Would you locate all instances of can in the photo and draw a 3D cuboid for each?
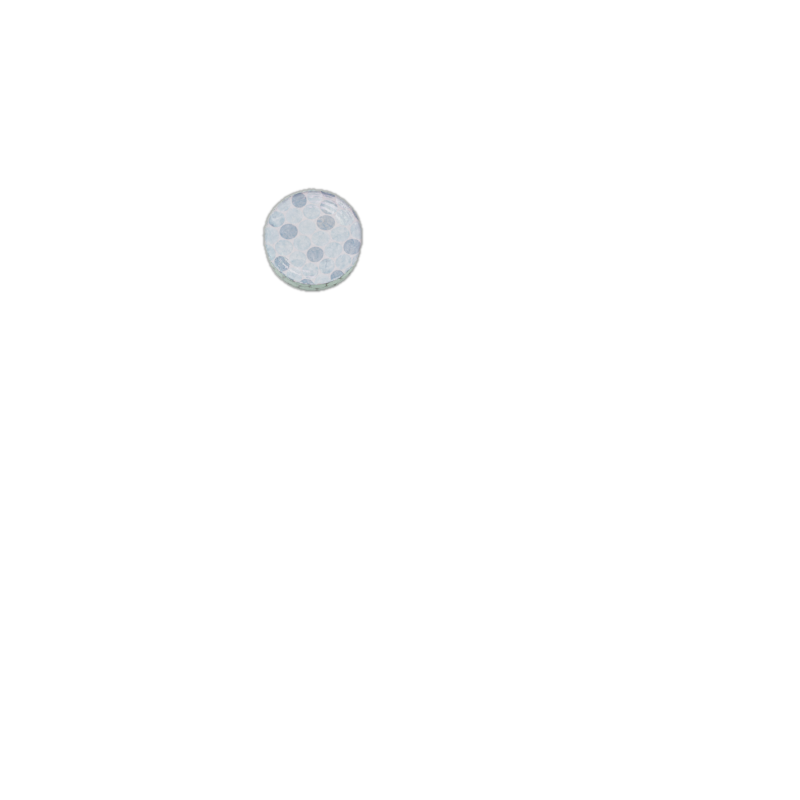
[{"bbox_3d":[-0.076,-0.139,0.975,0.086,0.089,0.032,0,-15,-1],"label":"can"}]
